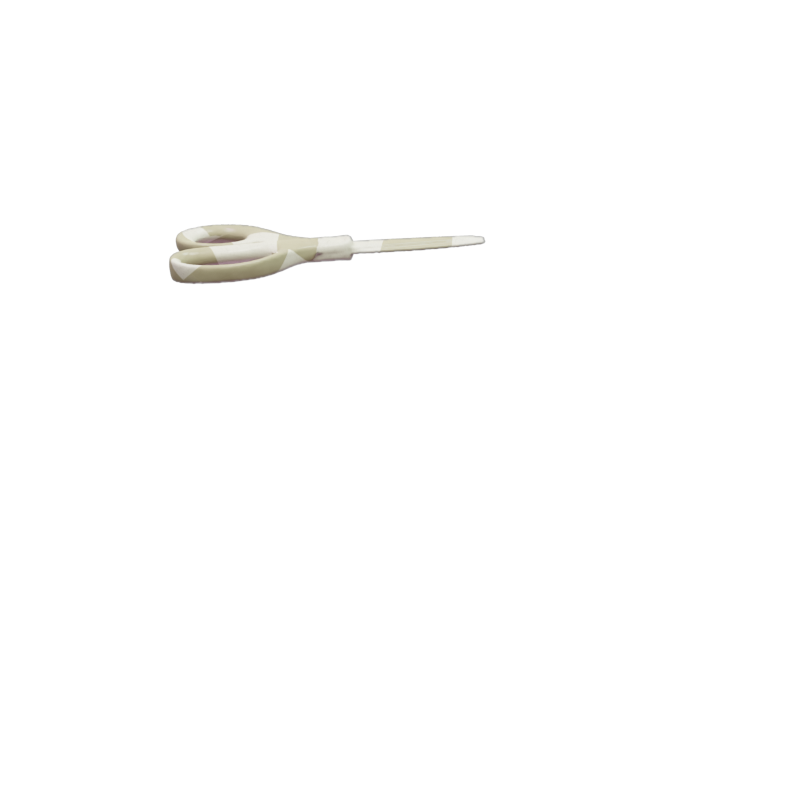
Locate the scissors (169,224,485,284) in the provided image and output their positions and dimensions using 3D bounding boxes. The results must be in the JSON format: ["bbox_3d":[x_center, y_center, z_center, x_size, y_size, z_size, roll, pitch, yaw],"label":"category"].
[{"bbox_3d":[-0.056,-0.102,0.712,0.198,0.015,0.103,-12,27,-25],"label":"scissors"}]
